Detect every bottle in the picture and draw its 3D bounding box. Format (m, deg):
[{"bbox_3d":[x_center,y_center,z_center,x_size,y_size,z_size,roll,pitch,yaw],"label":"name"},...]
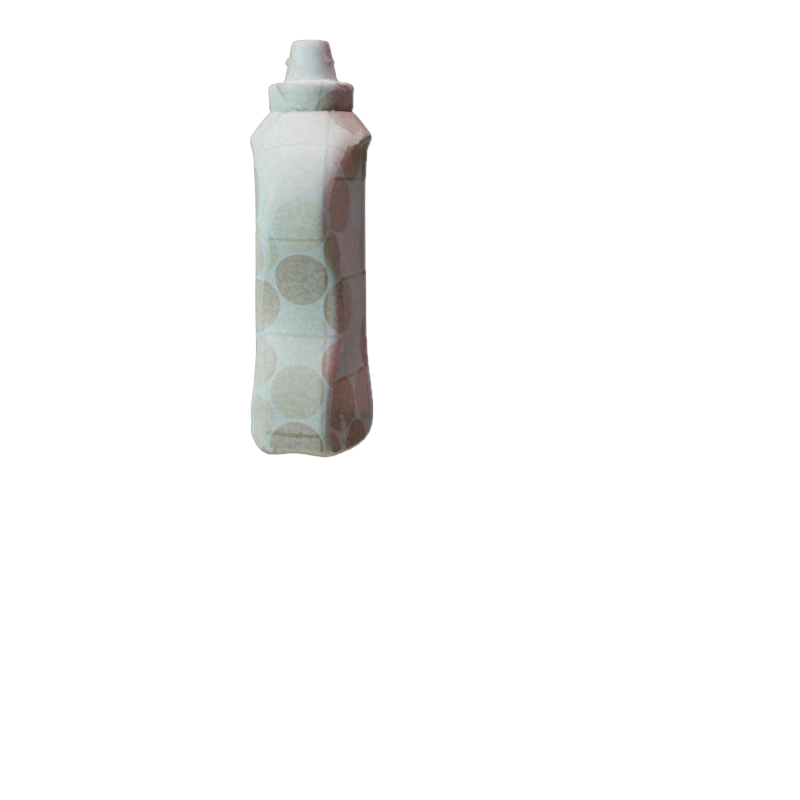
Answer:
[{"bbox_3d":[-0.042,-0.077,0.536,0.059,0.189,0.096,1,6,9],"label":"bottle"}]
